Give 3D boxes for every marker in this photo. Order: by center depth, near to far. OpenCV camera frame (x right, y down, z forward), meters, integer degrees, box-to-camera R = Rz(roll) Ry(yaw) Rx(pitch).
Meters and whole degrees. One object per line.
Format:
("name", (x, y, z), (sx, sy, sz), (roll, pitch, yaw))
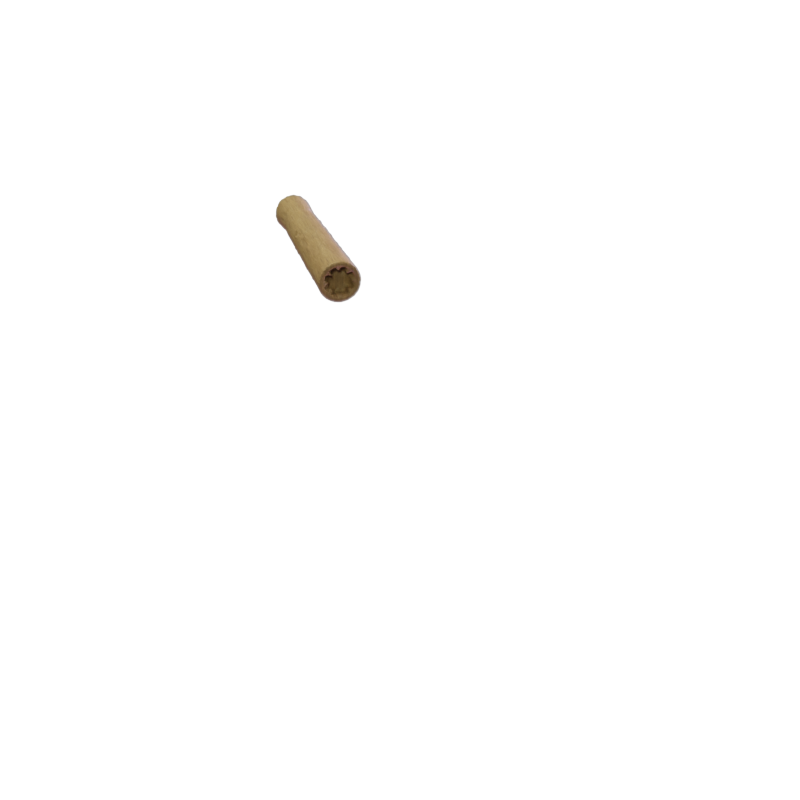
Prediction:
("marker", (-0.041, -0.076, 0.529), (0.019, 0.019, 0.128), (-1, 24, -15))
